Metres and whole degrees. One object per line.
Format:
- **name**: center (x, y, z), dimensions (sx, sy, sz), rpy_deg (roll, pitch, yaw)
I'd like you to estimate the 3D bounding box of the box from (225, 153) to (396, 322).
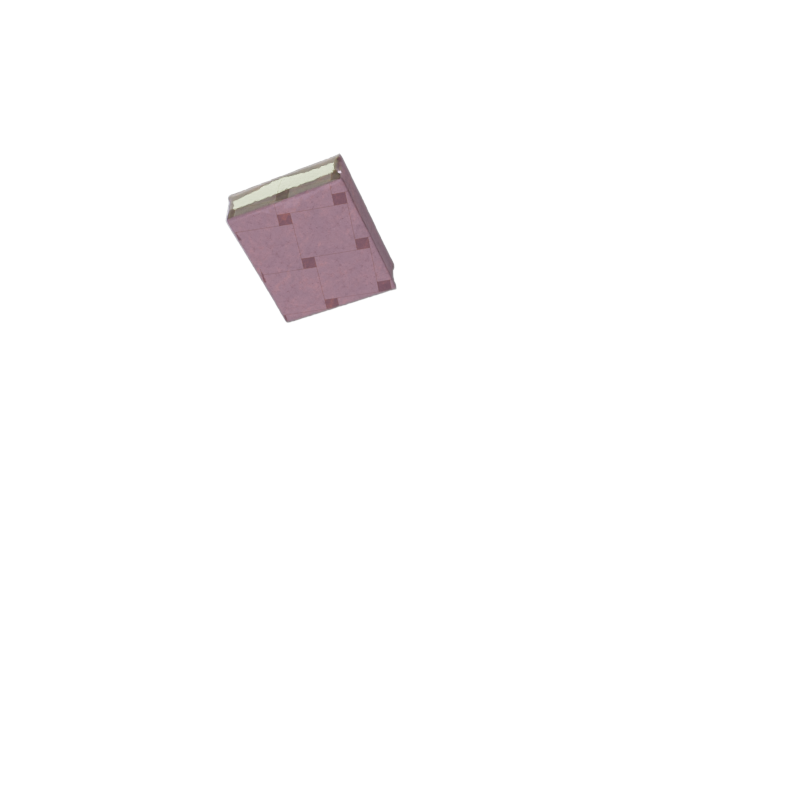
- **box**: center (-0.052, -0.094, 0.659), dimensions (0.073, 0.083, 0.032), rpy_deg (-18, 38, 14)
